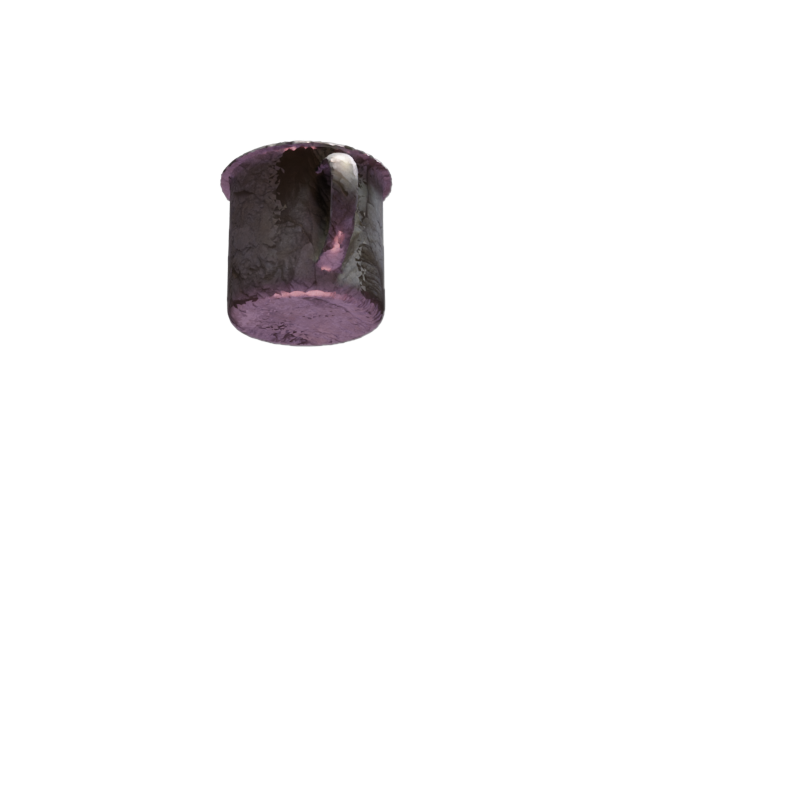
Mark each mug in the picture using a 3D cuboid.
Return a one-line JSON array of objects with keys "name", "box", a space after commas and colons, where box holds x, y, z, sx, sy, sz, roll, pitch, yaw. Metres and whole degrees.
[{"name": "mug", "box": [-0.045, -0.082, 0.572, 0.090, 0.086, 0.115, 7, -22, -20]}]
